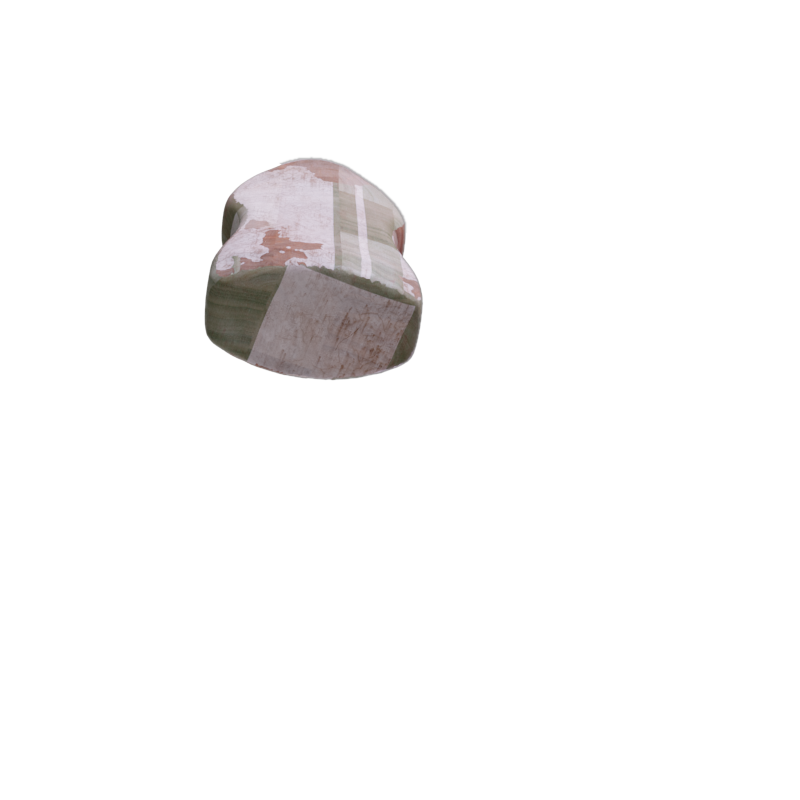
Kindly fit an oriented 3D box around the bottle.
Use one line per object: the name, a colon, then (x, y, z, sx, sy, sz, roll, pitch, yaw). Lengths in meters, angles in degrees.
bottle: (-0.045, -0.081, 0.568, 0.095, 0.055, 0.203, 3, 28, -5)
